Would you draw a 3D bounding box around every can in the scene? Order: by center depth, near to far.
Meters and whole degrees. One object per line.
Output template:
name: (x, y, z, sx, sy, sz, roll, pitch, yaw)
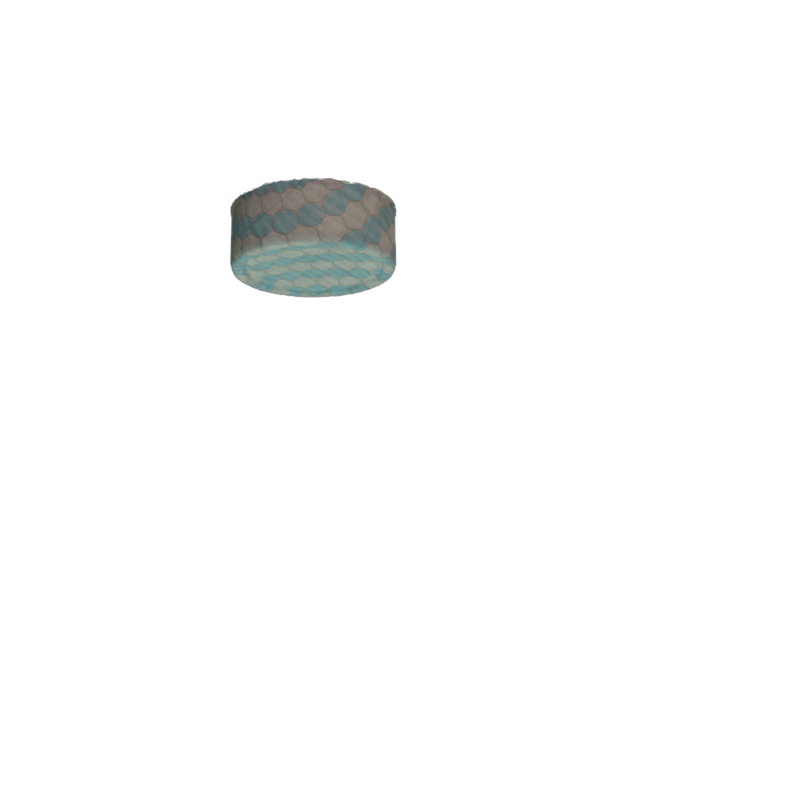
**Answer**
can: (-0.044, -0.081, 0.566, 0.086, 0.035, 0.082, 0, -15, -2)
